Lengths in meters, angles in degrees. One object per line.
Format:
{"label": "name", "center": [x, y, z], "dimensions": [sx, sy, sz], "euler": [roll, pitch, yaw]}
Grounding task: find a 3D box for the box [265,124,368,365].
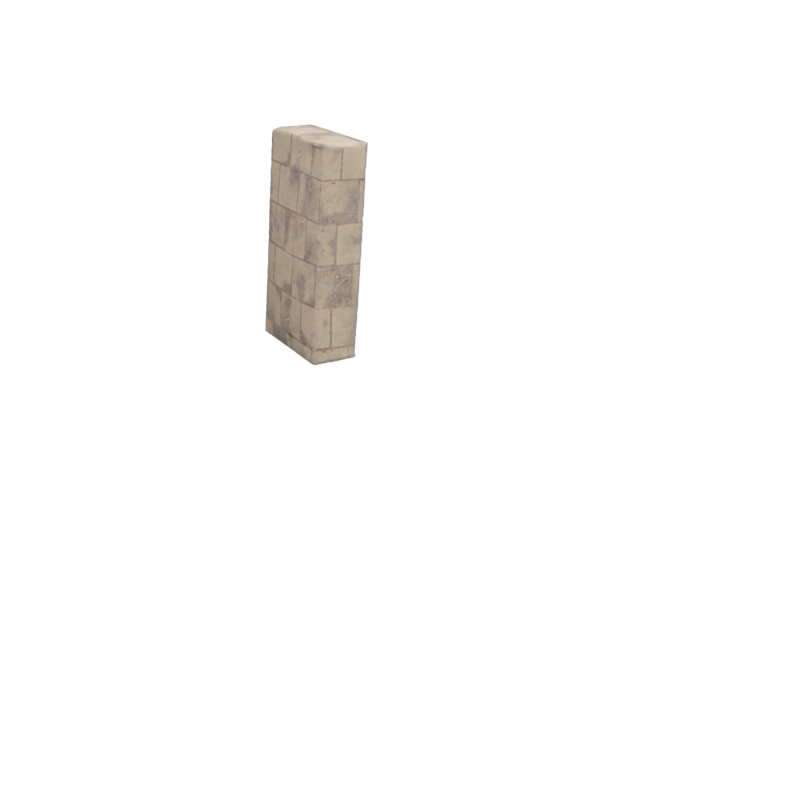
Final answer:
{"label": "box", "center": [-0.070, -0.127, 0.889], "dimensions": [0.047, 0.170, 0.099], "euler": [-8, 20, -30]}
